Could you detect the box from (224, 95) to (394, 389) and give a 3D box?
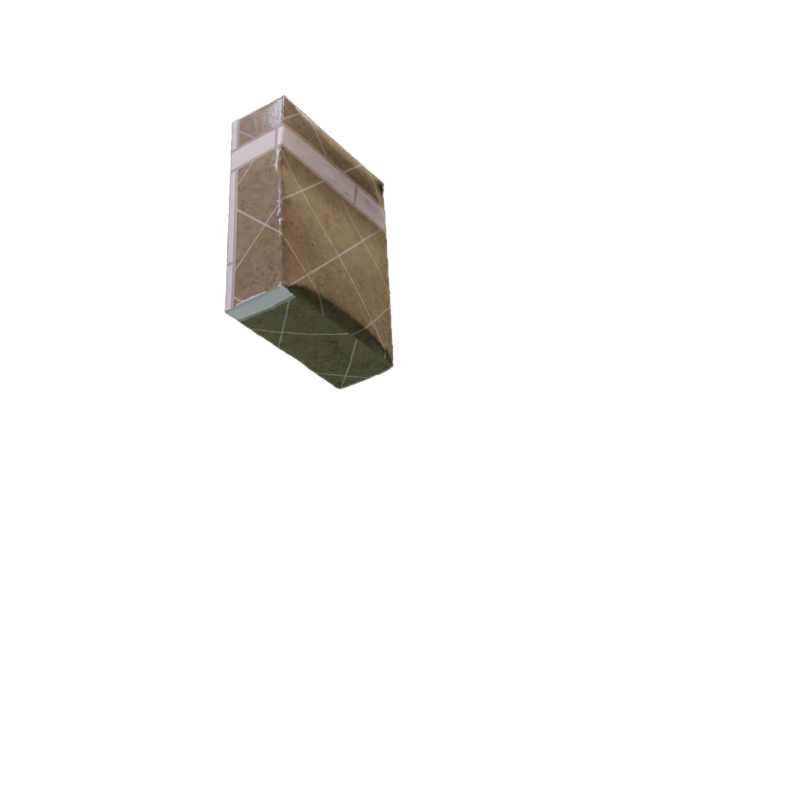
[{"bbox_3d":[-0.078,-0.142,0.993,0.072,0.229,0.152,-24,-39,28],"label":"box"}]
